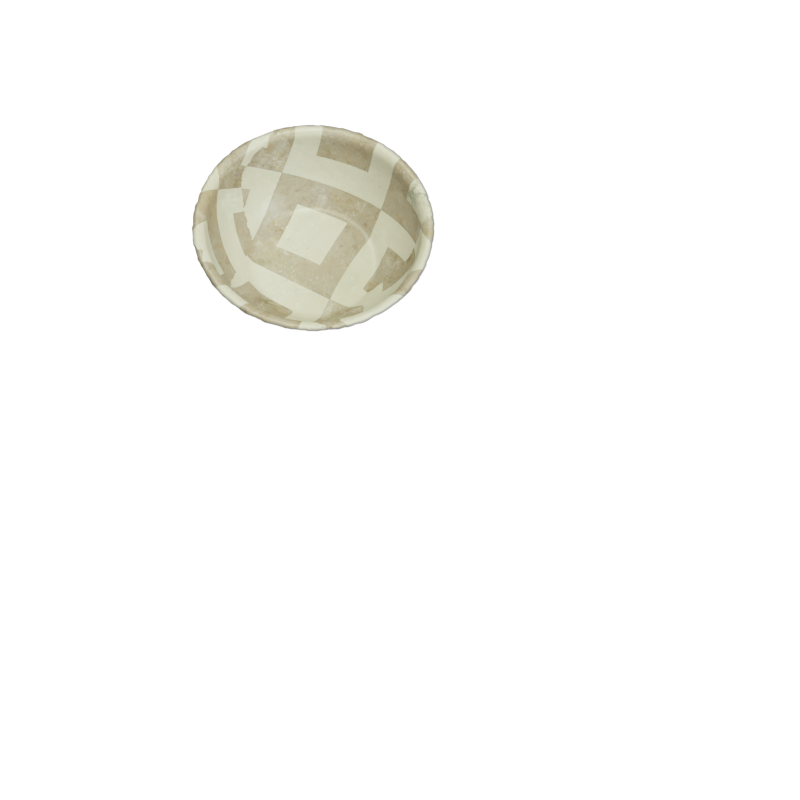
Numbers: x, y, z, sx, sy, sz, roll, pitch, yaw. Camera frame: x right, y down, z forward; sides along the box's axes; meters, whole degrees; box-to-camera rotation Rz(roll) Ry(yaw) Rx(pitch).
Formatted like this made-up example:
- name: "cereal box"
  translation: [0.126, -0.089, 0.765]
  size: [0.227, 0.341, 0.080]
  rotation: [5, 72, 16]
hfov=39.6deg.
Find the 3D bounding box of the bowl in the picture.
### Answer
- name: "bowl"
  translation: [-0.059, -0.108, 0.760]
  size: [0.162, 0.172, 0.052]
  rotation: [-1, -29, -1]
